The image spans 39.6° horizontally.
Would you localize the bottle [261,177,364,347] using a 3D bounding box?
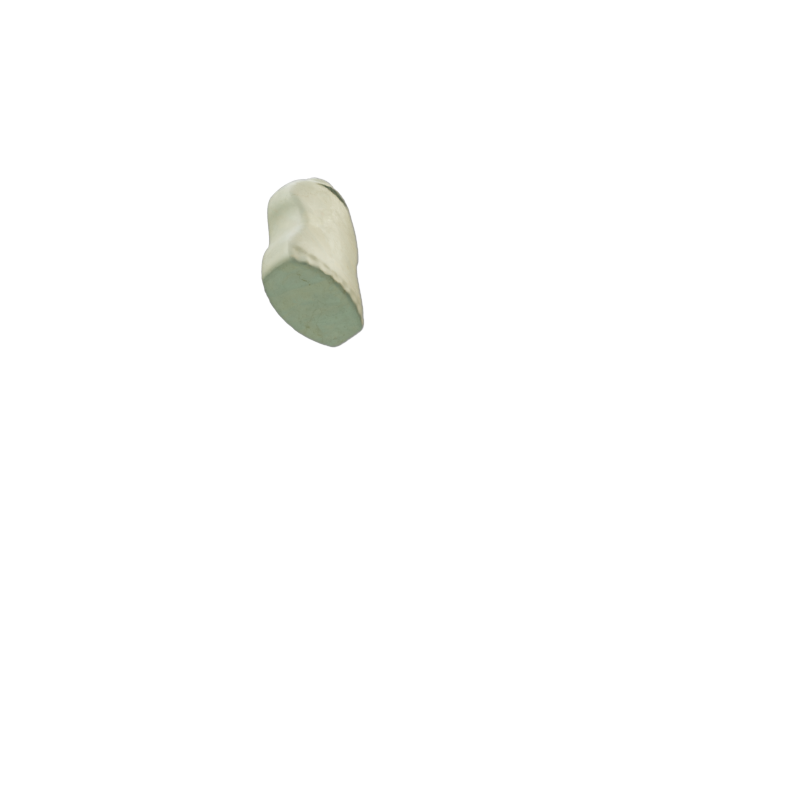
[{"bbox_3d":[-0.074,-0.136,0.954,0.058,0.205,0.090,-36,-58,22],"label":"bottle"}]
